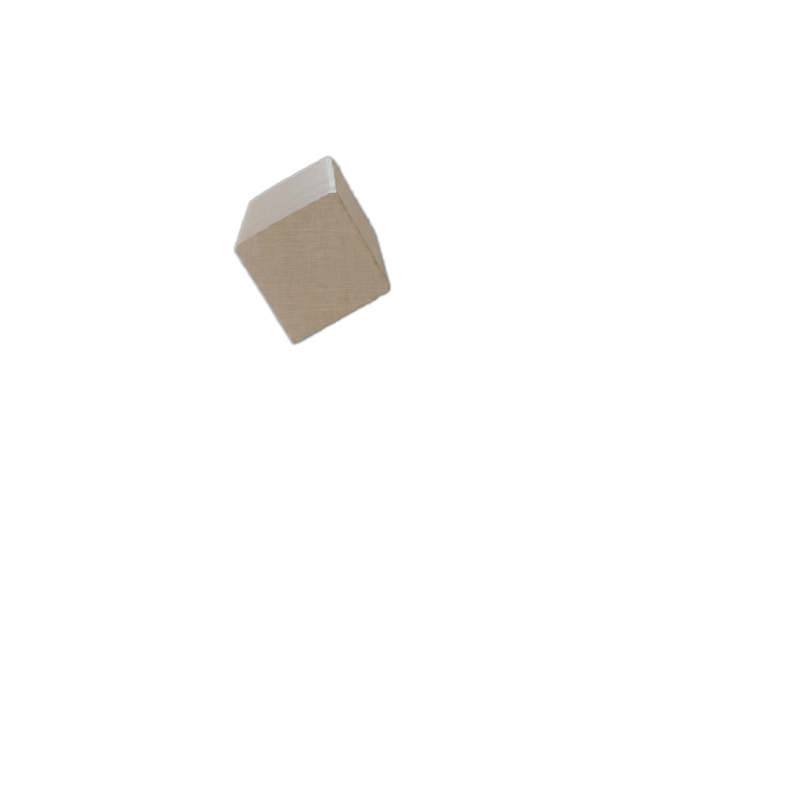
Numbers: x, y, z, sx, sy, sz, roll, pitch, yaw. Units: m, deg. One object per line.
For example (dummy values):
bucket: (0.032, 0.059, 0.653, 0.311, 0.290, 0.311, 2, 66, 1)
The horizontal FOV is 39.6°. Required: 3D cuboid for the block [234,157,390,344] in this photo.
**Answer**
block: (-0.073, -0.134, 0.932, 0.090, 0.087, 0.214, -29, 17, 6)
